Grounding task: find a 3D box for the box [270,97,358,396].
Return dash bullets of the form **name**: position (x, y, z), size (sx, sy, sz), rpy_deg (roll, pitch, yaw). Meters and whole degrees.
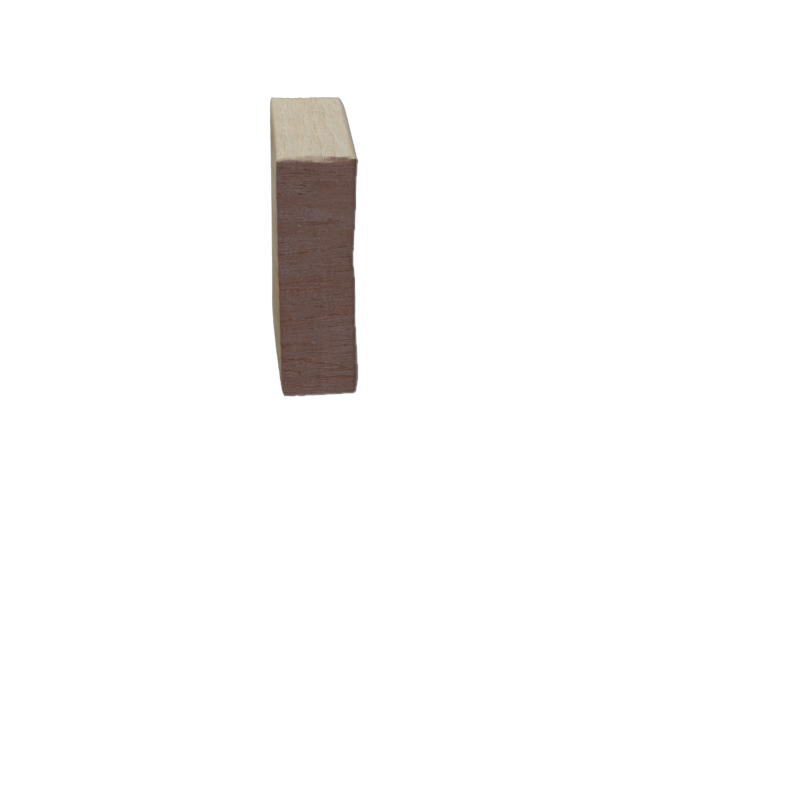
- **box**: position (-0.075, -0.137, 0.957), size (0.071, 0.202, 0.175), rpy_deg (-2, 28, -7)
